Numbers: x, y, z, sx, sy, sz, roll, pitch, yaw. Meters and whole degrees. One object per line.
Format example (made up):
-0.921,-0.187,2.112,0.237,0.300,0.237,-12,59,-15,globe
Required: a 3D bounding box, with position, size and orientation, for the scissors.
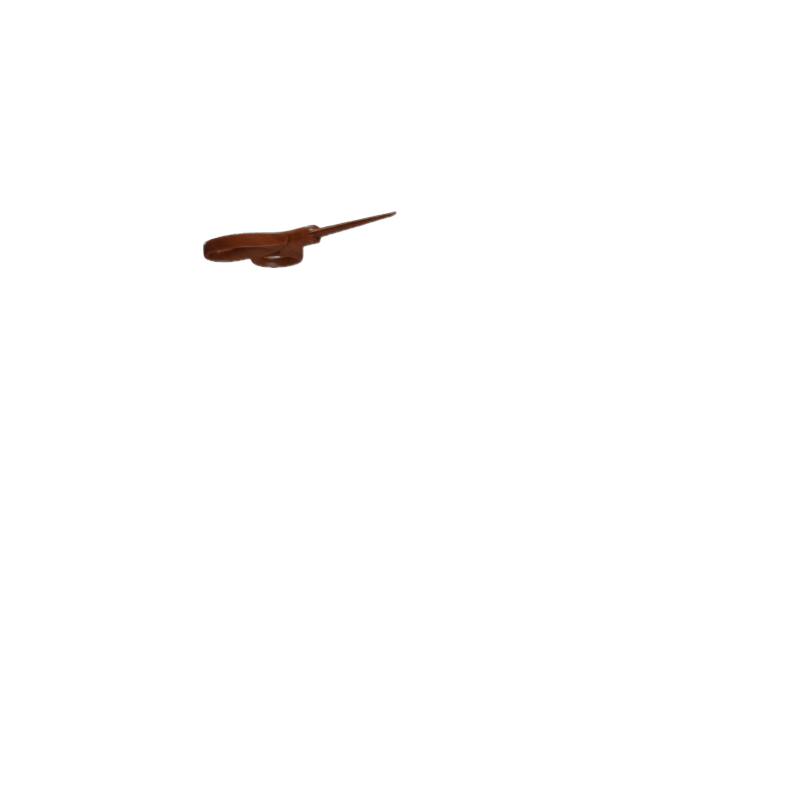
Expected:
-0.073,-0.133,0.933,0.207,0.016,0.091,-3,-7,29,scissors
